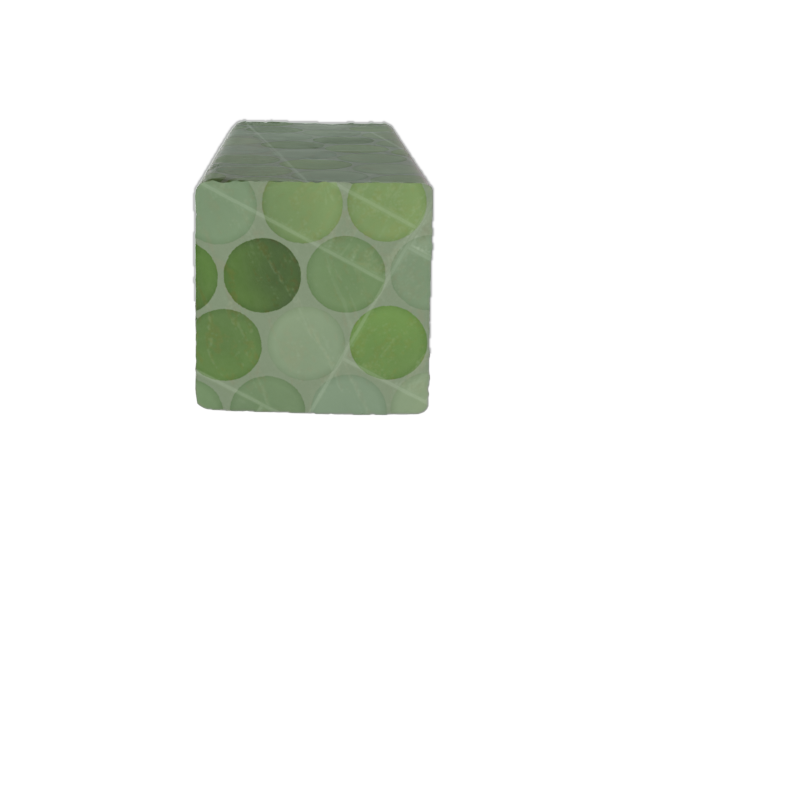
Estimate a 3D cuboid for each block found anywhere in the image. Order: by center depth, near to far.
[{"bbox_3d":[-0.041,-0.073,0.510,0.090,0.087,0.214,0,19,-4],"label":"block"}]
